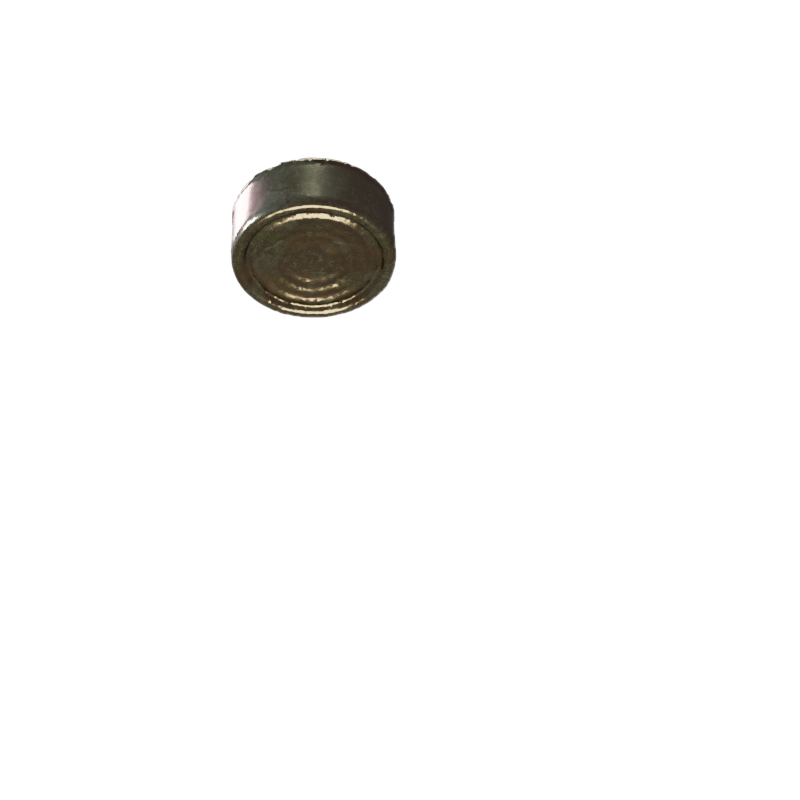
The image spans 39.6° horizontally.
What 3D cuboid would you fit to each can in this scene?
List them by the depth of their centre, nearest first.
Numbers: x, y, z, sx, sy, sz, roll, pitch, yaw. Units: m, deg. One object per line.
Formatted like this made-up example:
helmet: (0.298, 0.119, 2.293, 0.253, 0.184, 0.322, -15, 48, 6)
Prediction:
can: (-0.045, -0.082, 0.572, 0.086, 0.036, 0.080, 1, -42, -1)
